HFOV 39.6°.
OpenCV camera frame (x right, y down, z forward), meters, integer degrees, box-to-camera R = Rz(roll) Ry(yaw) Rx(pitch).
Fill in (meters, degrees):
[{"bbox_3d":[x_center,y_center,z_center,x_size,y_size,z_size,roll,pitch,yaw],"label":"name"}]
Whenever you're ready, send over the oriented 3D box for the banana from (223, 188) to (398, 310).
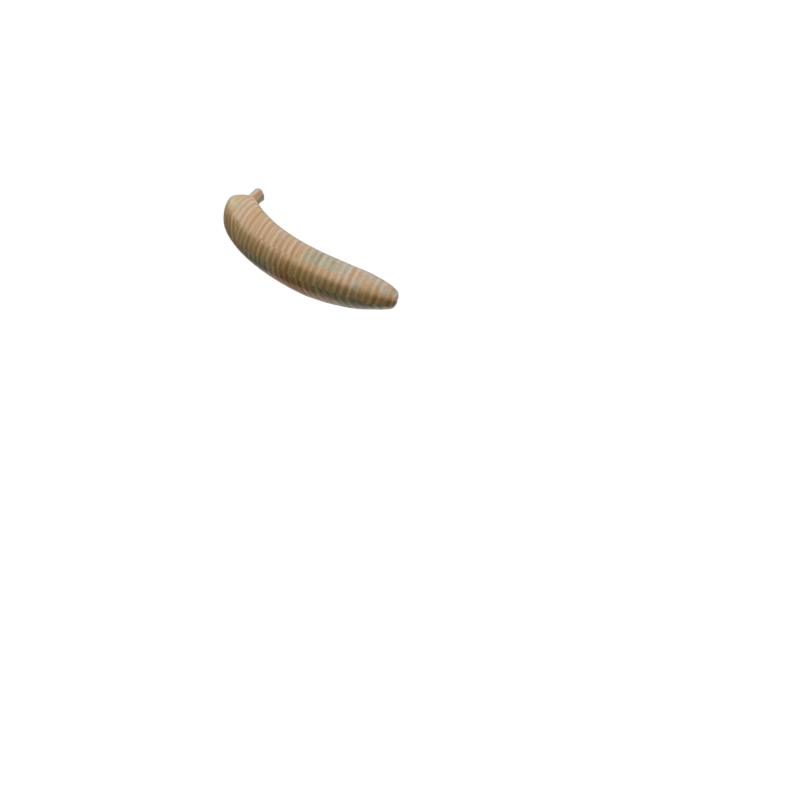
[{"bbox_3d":[-0.087,-0.122,0.886,0.069,0.034,0.213,-26,47,-27],"label":"banana"}]
